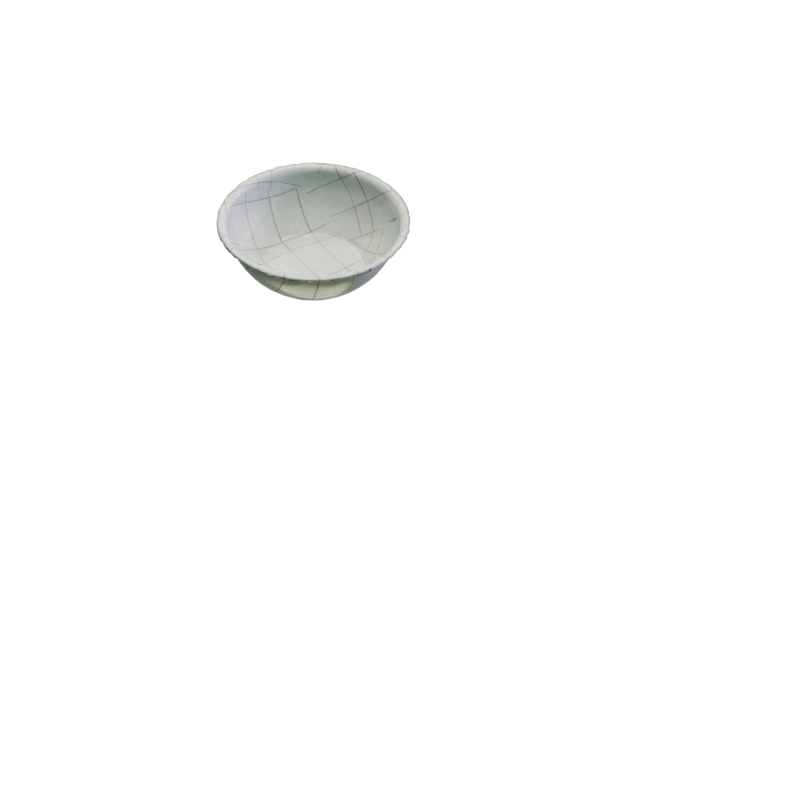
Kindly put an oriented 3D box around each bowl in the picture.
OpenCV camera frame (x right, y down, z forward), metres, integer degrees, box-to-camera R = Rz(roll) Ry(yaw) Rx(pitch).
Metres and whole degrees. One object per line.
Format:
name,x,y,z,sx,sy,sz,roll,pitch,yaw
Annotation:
bowl,-0.074,-0.134,0.941,0.162,0.051,0.174,-1,43,-1
